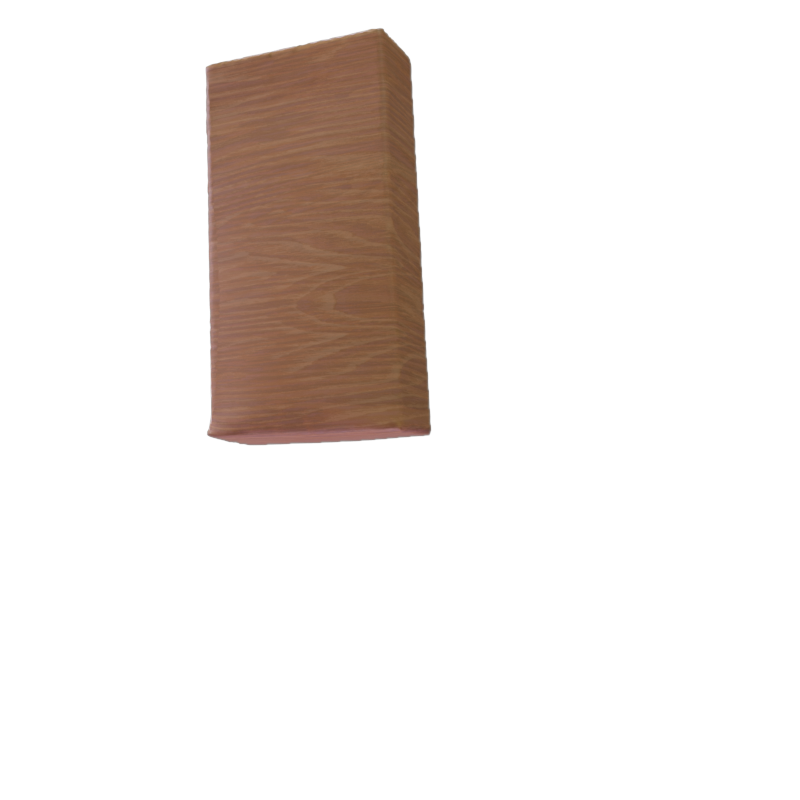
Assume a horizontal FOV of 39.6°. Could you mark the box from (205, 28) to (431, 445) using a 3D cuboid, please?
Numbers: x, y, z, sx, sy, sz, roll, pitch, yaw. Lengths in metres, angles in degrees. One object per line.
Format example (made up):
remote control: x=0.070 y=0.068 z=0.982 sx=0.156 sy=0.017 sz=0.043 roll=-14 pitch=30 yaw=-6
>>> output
box: x=-0.039 y=-0.071 z=0.499 sx=0.095 sy=0.183 sz=0.045 roll=-7 pitch=-15 yaw=23
